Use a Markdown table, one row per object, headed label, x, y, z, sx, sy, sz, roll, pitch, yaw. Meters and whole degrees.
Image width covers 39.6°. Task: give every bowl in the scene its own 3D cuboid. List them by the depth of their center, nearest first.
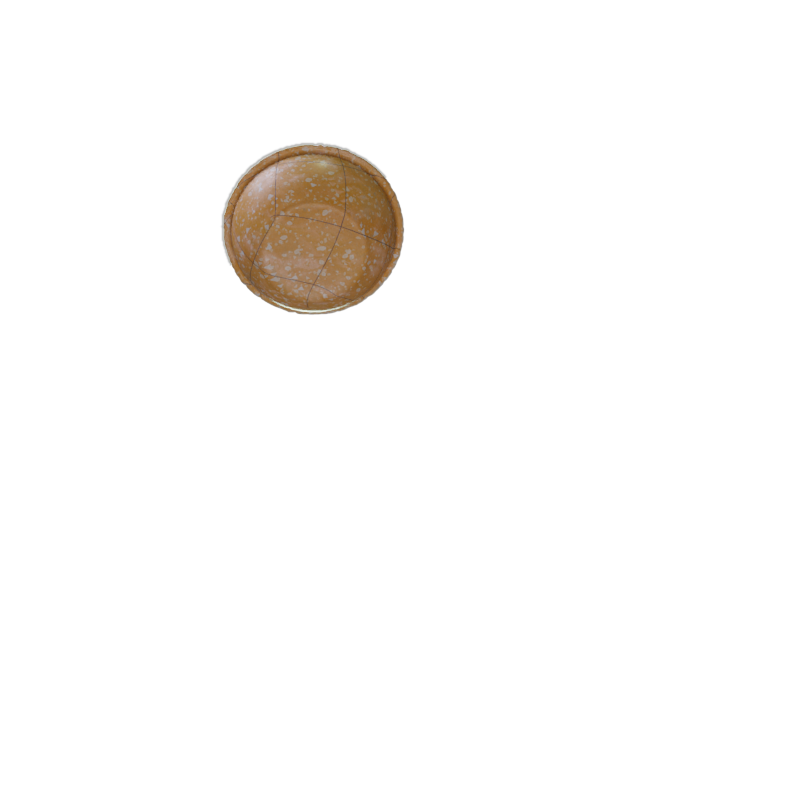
| label | x | y | z | sx | sy | sz | roll | pitch | yaw |
| --- | --- | --- | --- | --- | --- | --- | --- | --- | --- |
| bowl | -0.075 | -0.138 | 0.963 | 0.162 | 0.154 | 0.058 | 1 | 22 | -1 |
